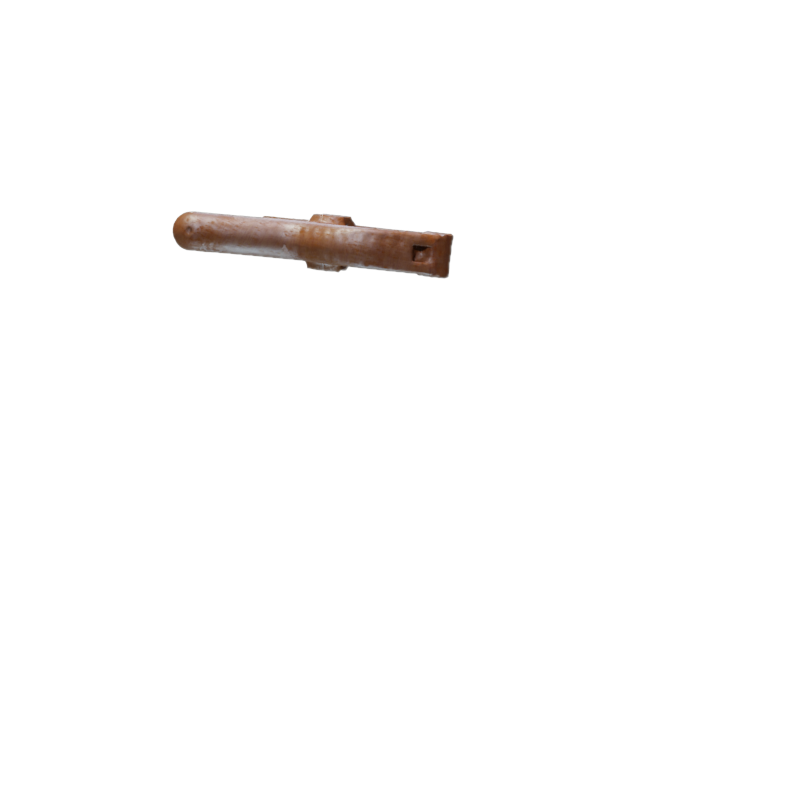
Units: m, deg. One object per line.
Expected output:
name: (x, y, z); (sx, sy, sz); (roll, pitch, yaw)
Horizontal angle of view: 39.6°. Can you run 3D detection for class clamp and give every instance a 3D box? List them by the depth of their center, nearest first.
clamp: (-0.055, -0.100, 0.702); (0.179, 0.038, 0.118); (8, 15, 32)
